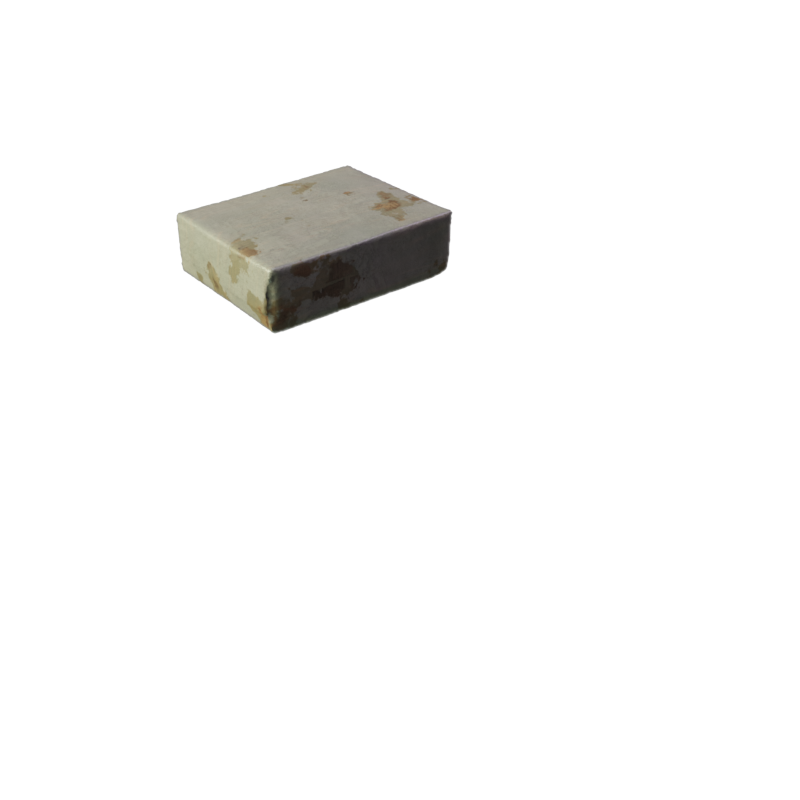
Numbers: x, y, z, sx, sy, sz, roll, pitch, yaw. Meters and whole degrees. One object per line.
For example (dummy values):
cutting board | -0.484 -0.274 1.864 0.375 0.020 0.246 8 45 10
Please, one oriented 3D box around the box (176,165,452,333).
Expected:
box | -0.044 -0.081 0.568 0.112 0.037 0.096 -20 36 -32
